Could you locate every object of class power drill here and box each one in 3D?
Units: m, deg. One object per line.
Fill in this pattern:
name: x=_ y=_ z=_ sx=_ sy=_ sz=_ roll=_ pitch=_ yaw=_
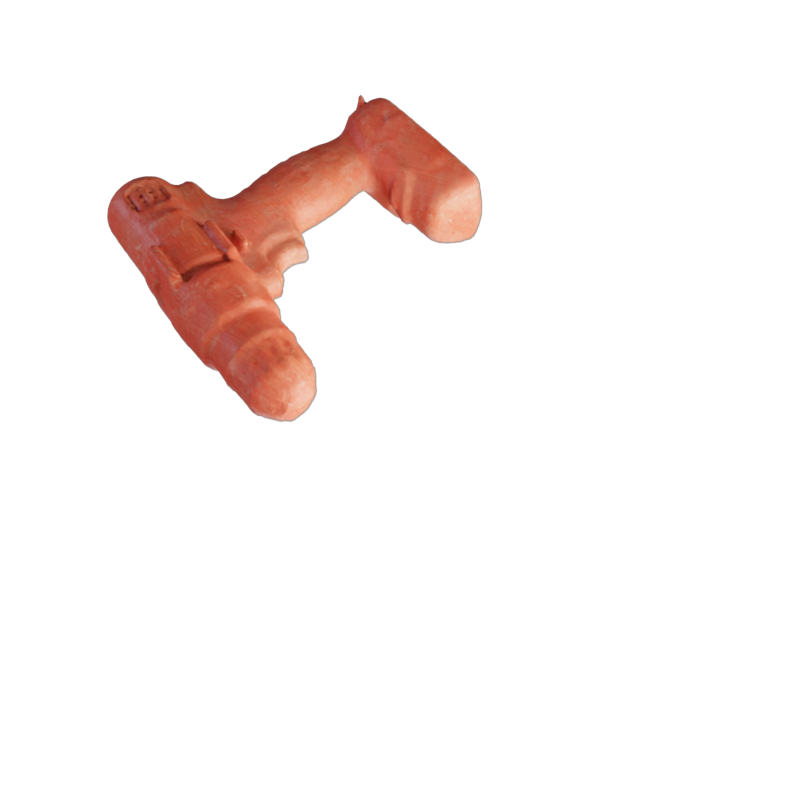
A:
power drill: x=-0.049 y=-0.089 z=0.623 sx=0.187 sy=0.053 sz=0.198 roll=-28 pitch=55 yaw=-22
